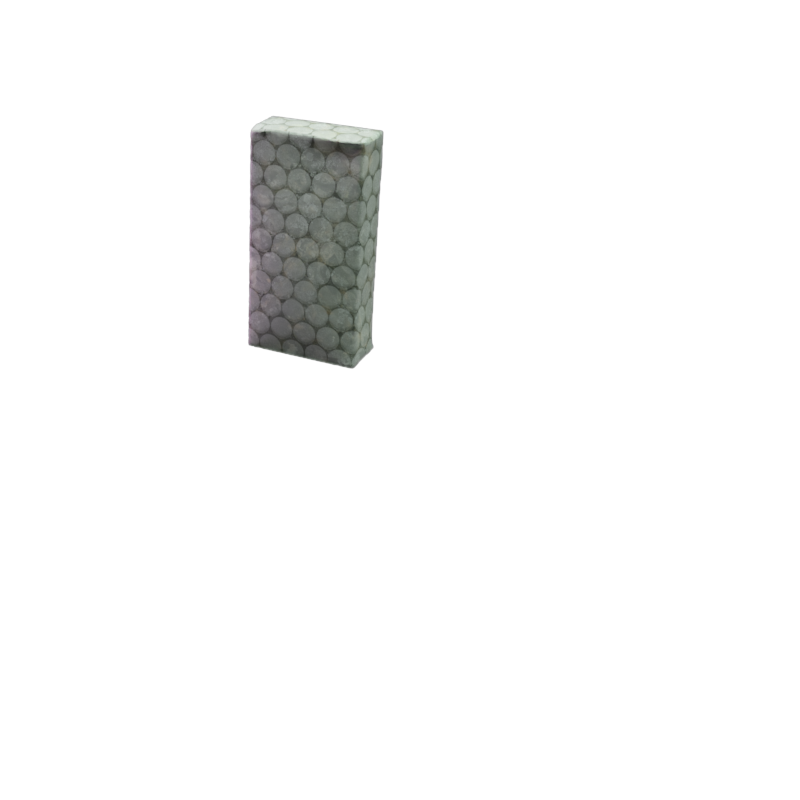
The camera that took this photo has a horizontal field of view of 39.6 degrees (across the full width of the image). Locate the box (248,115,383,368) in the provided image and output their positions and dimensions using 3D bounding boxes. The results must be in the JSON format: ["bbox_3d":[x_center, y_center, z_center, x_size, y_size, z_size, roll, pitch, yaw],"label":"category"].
[{"bbox_3d":[-0.065,-0.118,0.829,0.097,0.168,0.049,11,25,21],"label":"box"}]
